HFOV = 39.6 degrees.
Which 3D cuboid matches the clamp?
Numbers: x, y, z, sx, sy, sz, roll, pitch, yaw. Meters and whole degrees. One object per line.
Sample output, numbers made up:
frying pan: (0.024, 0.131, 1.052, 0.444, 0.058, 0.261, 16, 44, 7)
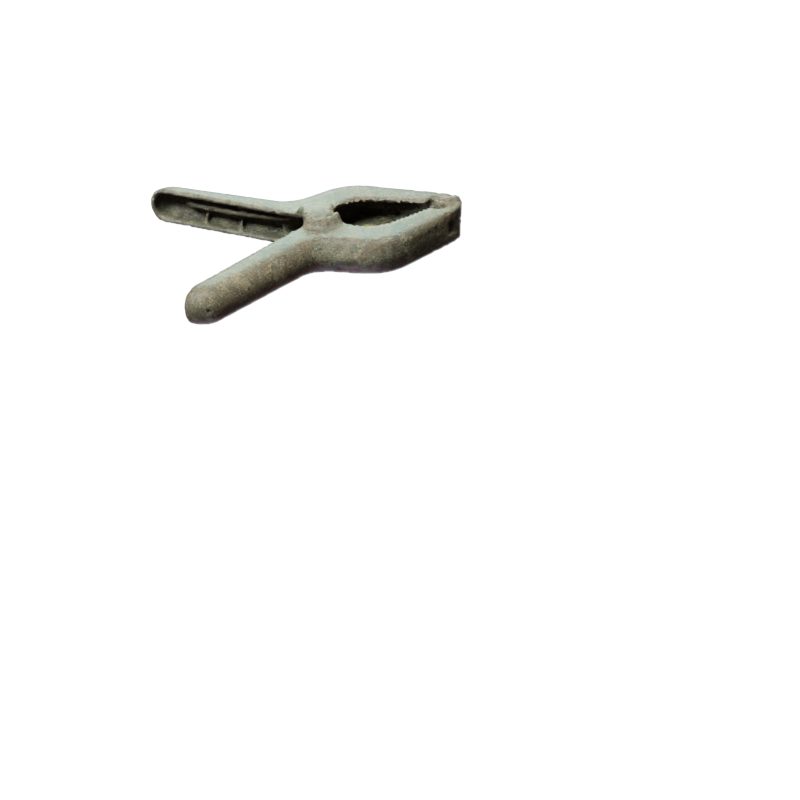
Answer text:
clamp: (-0.057, -0.104, 0.729, 0.208, 0.034, 0.177, -5, 34, -8)
